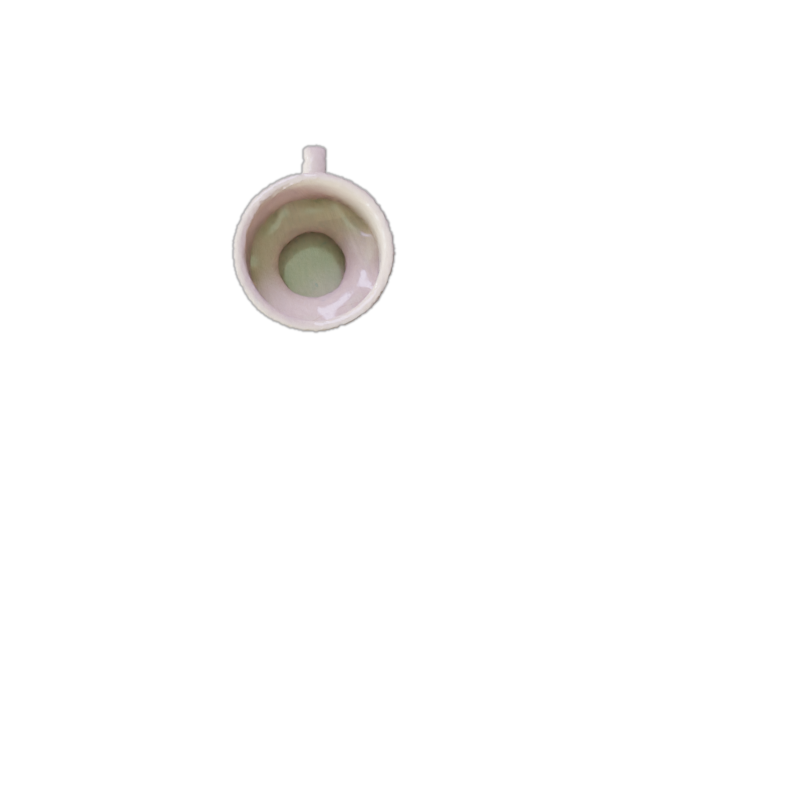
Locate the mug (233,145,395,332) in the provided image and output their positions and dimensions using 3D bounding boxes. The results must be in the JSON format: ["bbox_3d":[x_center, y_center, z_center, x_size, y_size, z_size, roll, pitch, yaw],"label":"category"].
[{"bbox_3d":[-0.053,-0.097,0.679,0.093,0.120,0.080,-2,-7,-2],"label":"mug"}]
